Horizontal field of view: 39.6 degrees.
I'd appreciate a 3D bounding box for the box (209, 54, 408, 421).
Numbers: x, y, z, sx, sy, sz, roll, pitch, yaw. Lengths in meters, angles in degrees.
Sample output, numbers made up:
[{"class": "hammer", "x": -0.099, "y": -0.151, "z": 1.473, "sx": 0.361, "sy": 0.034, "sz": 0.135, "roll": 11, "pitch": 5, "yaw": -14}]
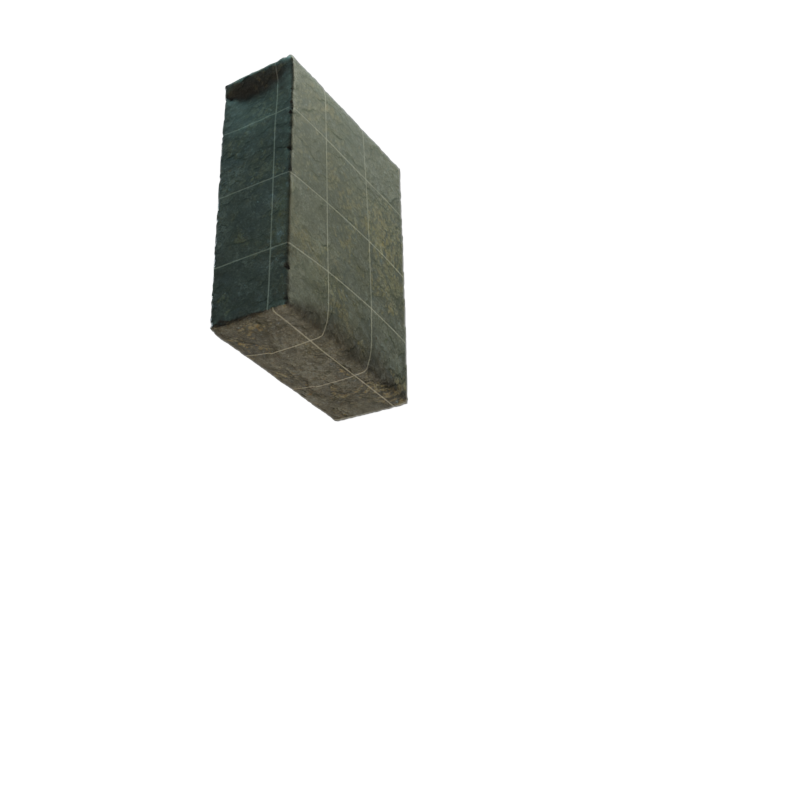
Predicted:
[{"class": "box", "x": -0.063, "y": -0.115, "z": 0.808, "sx": 0.072, "sy": 0.228, "sz": 0.152, "roll": -19, "pitch": -34, "yaw": 25}]
